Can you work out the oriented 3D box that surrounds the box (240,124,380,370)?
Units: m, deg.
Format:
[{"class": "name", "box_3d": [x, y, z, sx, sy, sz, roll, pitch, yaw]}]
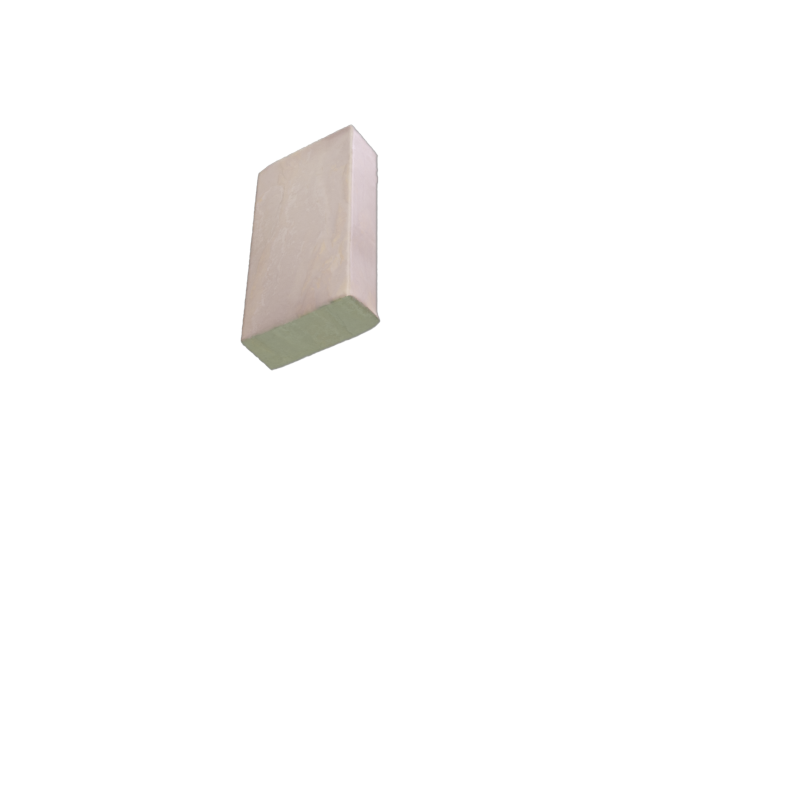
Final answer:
[{"class": "box", "box_3d": [-0.064, -0.116, 0.809, 0.094, 0.189, 0.044, -23, -43, 23]}]
